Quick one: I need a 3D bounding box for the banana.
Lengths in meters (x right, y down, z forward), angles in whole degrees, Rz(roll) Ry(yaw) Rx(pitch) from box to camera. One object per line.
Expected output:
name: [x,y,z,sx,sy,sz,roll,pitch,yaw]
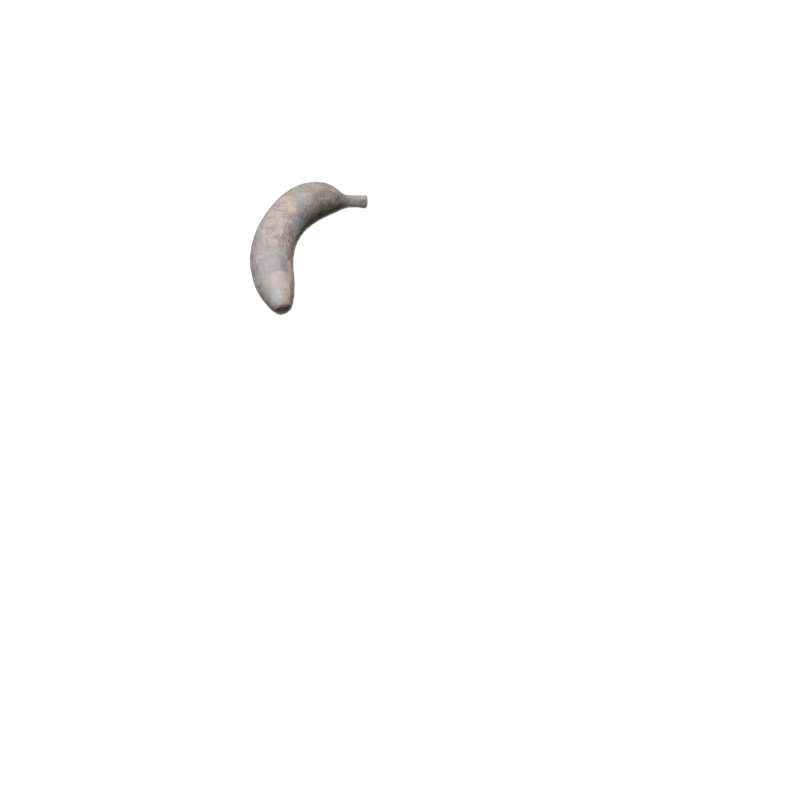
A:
banana: [-0.091,-0.143,0.961,0.071,0.034,0.206,12,40,14]
